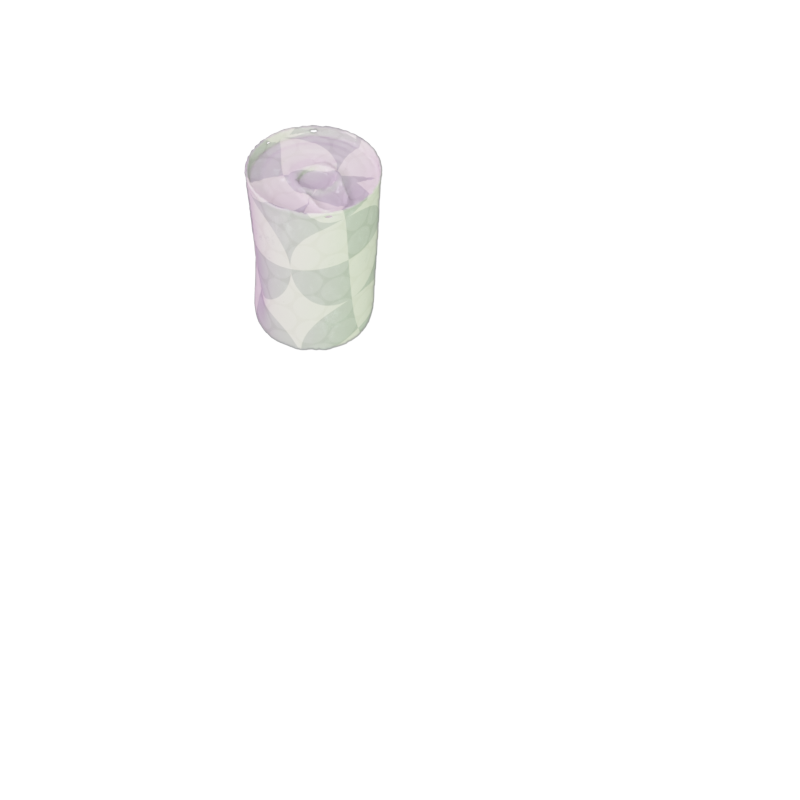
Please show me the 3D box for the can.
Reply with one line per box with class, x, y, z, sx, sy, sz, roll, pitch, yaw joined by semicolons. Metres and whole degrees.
can;-0.045;-0.083;0.580;0.068;0.074;0.095;0;-42;-3
